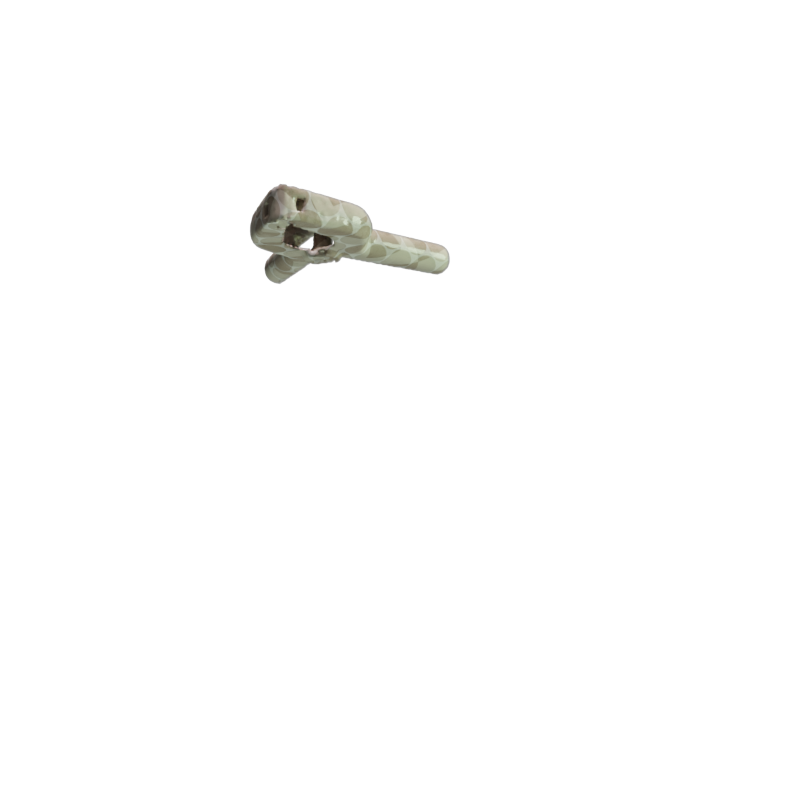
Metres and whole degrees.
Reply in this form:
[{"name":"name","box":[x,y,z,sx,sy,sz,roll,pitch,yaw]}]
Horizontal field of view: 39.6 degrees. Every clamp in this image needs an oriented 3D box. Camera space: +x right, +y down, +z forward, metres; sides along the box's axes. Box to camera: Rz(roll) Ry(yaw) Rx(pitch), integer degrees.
[{"name":"clamp","box":[-0.069,-0.127,0.888,0.168,0.037,0.199,-3,-8,23]}]
